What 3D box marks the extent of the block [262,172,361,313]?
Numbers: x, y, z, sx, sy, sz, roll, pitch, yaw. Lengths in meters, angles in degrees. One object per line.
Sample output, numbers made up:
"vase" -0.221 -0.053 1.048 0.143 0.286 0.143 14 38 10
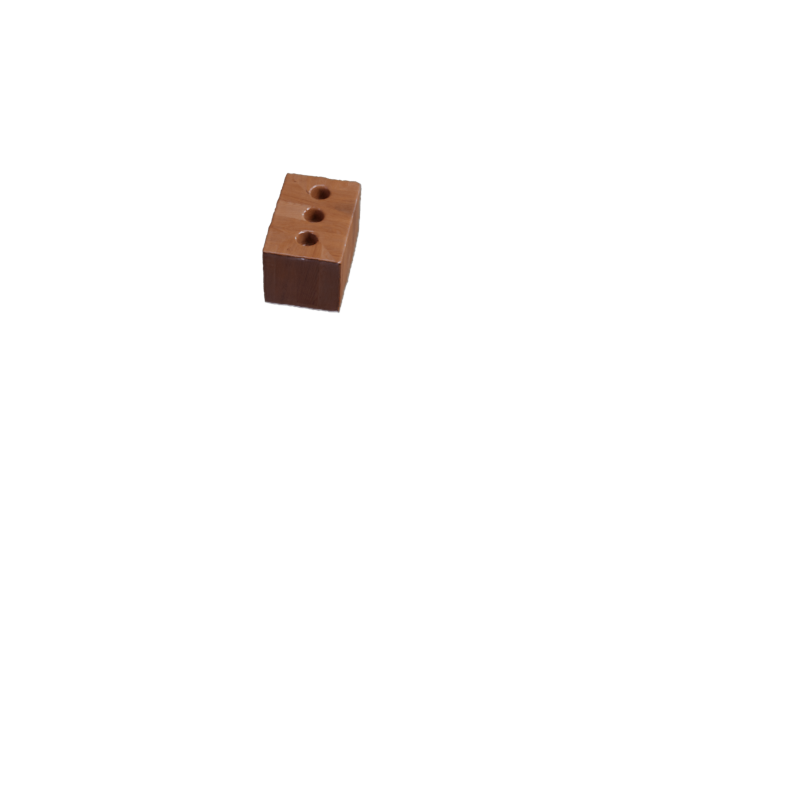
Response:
"block" -0.058 -0.105 0.735 0.053 0.083 0.048 7 -40 4
